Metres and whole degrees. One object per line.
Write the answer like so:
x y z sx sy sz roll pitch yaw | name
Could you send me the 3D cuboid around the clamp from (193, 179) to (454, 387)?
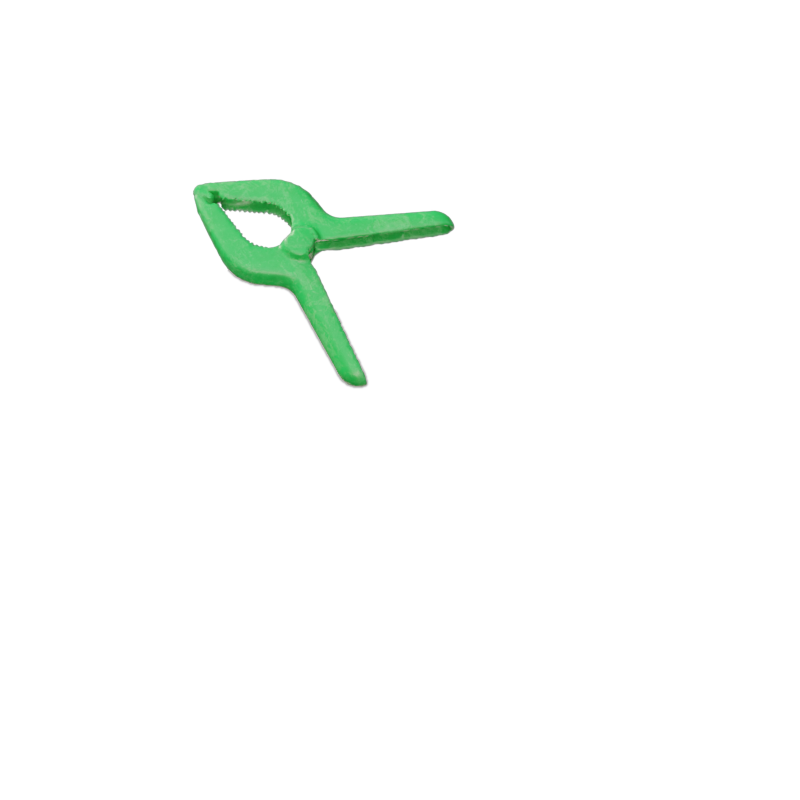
-0.071 -0.129 0.907 0.217 0.168 0.034 33 -20 13 | clamp
